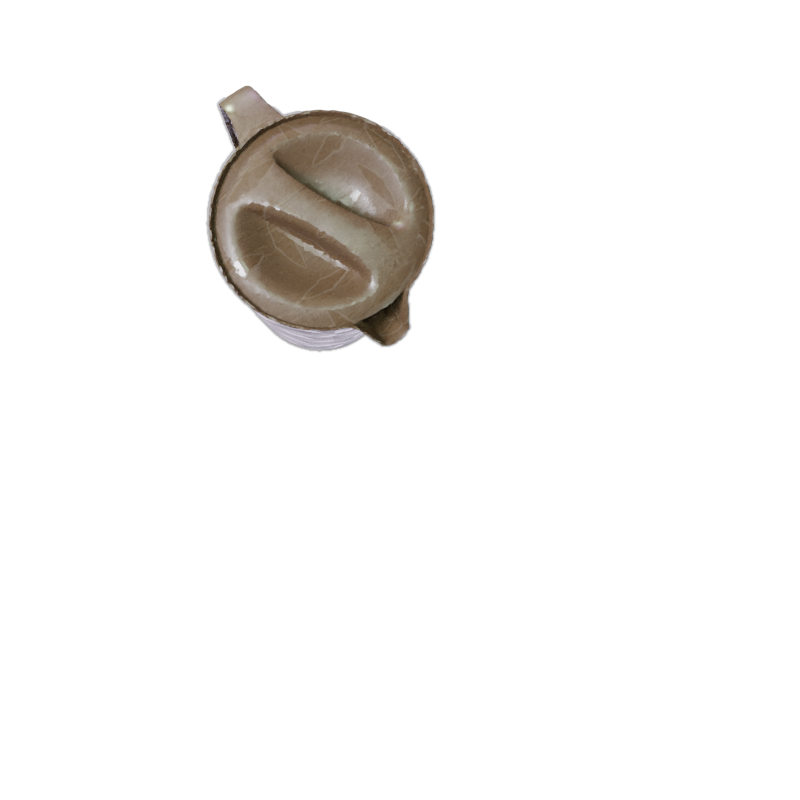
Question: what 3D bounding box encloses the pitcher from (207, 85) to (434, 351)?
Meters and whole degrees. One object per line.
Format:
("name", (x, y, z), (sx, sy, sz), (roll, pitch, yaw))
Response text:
("pitcher", (-0.060, -0.109, 0.760), (0.145, 0.152, 0.239), (11, -6, -2))
